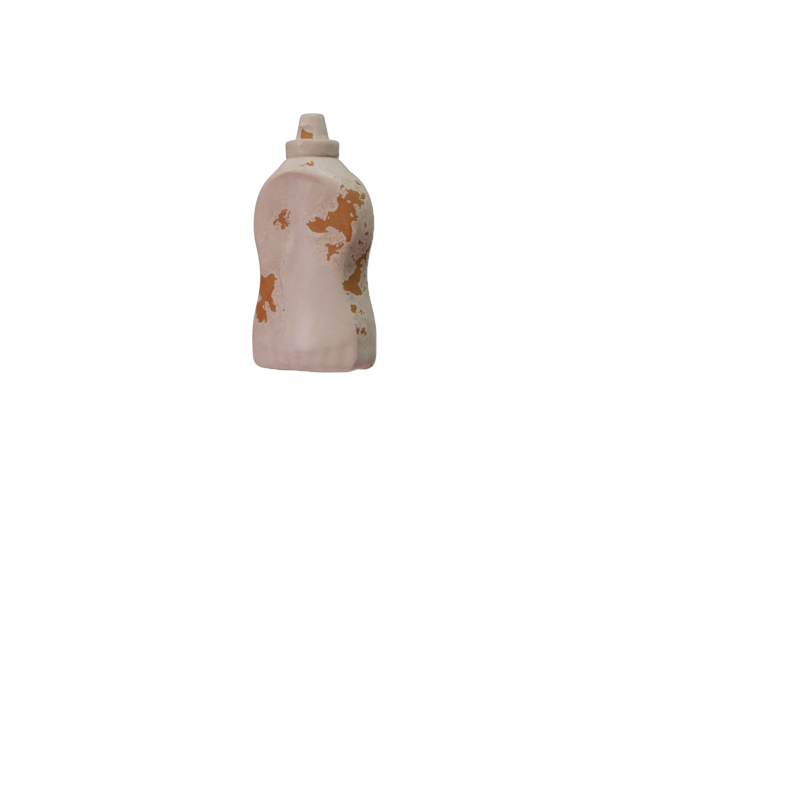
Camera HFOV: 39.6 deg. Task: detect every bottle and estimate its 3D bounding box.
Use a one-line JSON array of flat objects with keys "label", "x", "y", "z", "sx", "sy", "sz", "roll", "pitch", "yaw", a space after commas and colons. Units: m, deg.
[{"label": "bottle", "x": -0.066, "y": -0.119, "z": 0.834, "sx": 0.099, "sy": 0.192, "sz": 0.056, "roll": 0, "pitch": 0, "yaw": 34}]
